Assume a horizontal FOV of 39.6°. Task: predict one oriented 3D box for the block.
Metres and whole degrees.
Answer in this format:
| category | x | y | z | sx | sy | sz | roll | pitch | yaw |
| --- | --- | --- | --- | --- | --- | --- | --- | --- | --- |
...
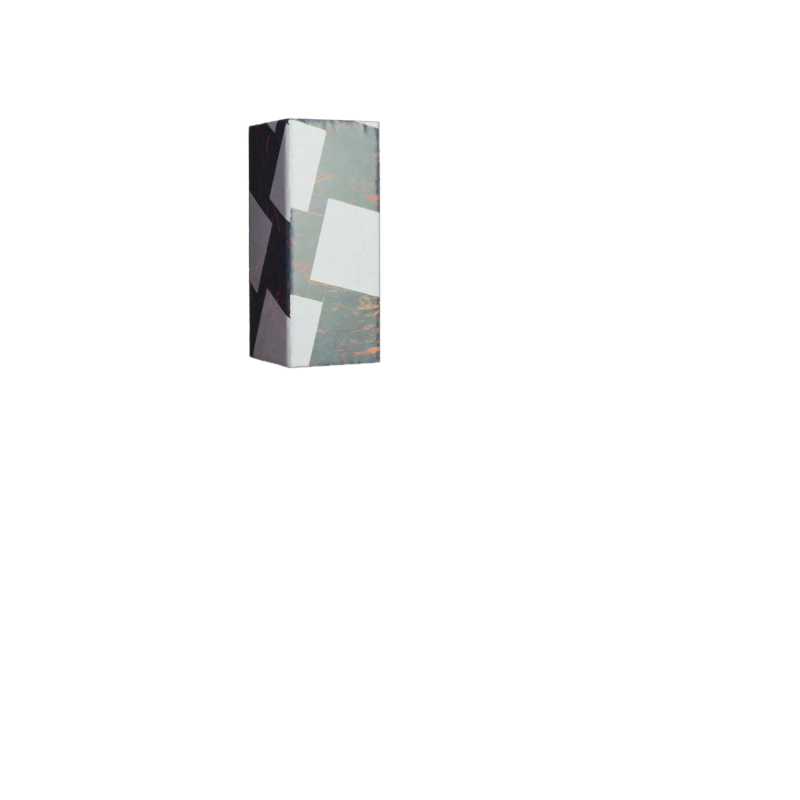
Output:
| category | x | y | z | sx | sy | sz | roll | pitch | yaw |
| --- | --- | --- | --- | --- | --- | --- | --- | --- | --- |
| block | -0.075 | -0.138 | 0.965 | 0.088 | 0.205 | 0.093 | -1 | 3 | -28 |
